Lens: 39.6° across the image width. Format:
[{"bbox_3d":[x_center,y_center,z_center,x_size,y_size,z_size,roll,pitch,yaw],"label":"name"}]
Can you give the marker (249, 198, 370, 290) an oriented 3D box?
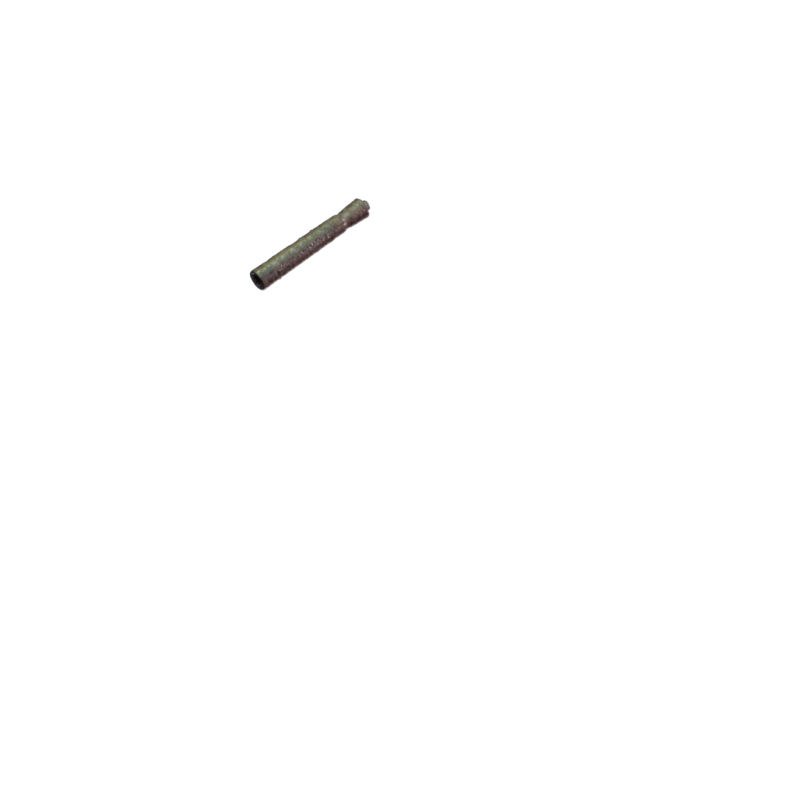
[{"bbox_3d":[-0.071,-0.129,0.904,0.122,0.019,0.020,-39,22,-25],"label":"marker"}]
